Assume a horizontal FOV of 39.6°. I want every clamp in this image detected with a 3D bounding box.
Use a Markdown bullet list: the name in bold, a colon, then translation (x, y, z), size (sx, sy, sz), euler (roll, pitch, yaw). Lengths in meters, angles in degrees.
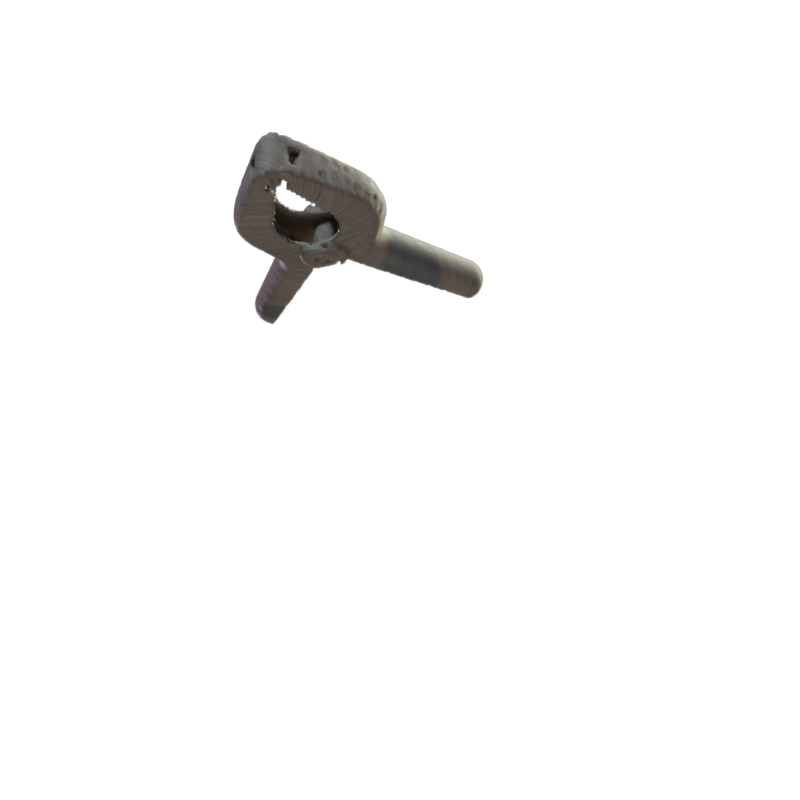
- **clamp**: translation (-0.056, -0.102, 0.714), size (0.167, 0.038, 0.195), euler (-10, -24, 23)
